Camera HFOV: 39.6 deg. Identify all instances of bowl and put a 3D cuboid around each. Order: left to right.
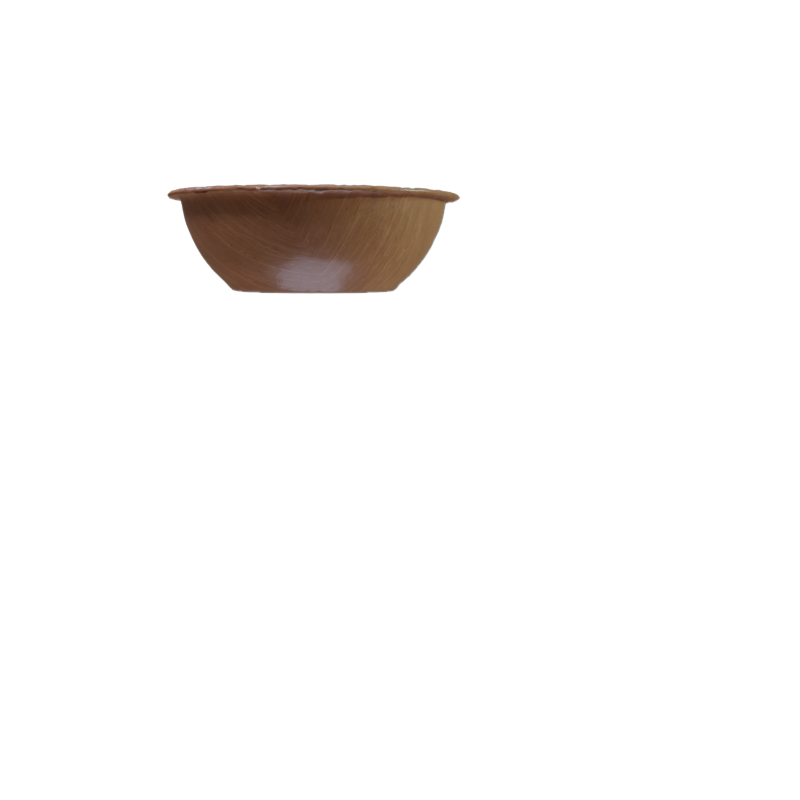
[{"bbox_3d":[-0.048,-0.088,0.618,0.162,0.055,0.164,0,7,-2],"label":"bowl"}]
